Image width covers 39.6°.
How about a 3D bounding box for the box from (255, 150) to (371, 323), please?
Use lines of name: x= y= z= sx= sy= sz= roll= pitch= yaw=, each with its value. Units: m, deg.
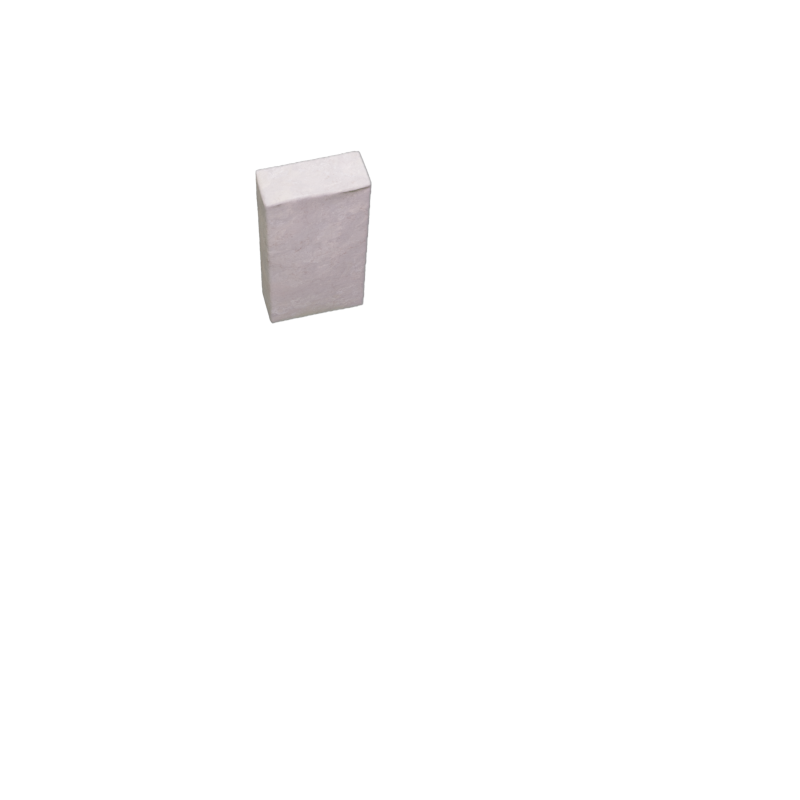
box: x=-0.077 y=-0.139 z=0.979 sx=0.093 sy=0.051 sz=0.165 roll=-12 pitch=-28 yaw=-10
